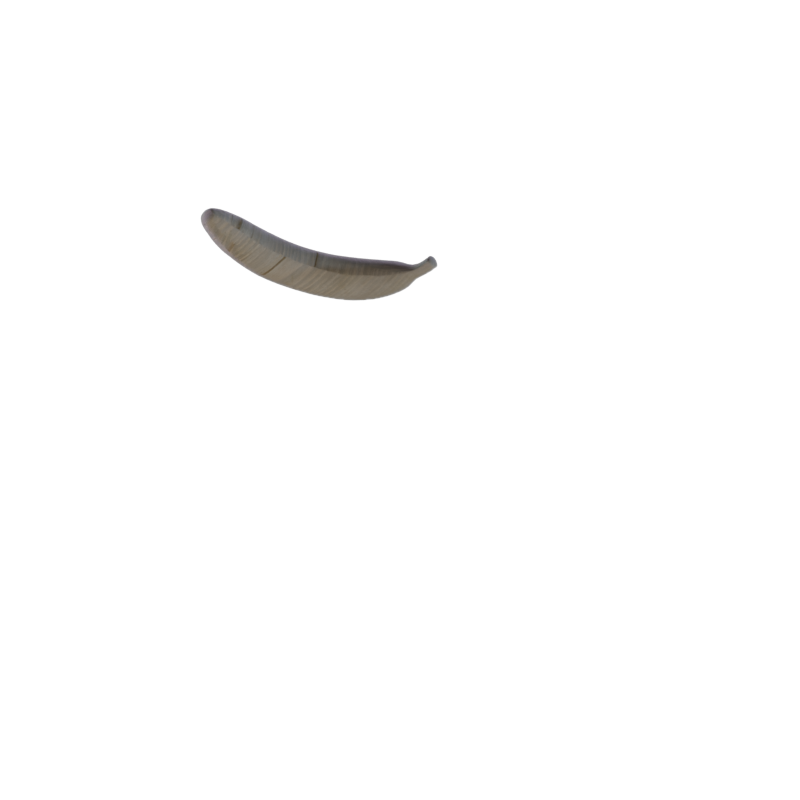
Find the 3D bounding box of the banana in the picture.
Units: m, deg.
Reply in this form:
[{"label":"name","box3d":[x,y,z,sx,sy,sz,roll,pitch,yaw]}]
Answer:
[{"label":"banana","box3d":[-0.073,-0.118,0.929,0.194,0.066,0.039,10,42,-9]}]
